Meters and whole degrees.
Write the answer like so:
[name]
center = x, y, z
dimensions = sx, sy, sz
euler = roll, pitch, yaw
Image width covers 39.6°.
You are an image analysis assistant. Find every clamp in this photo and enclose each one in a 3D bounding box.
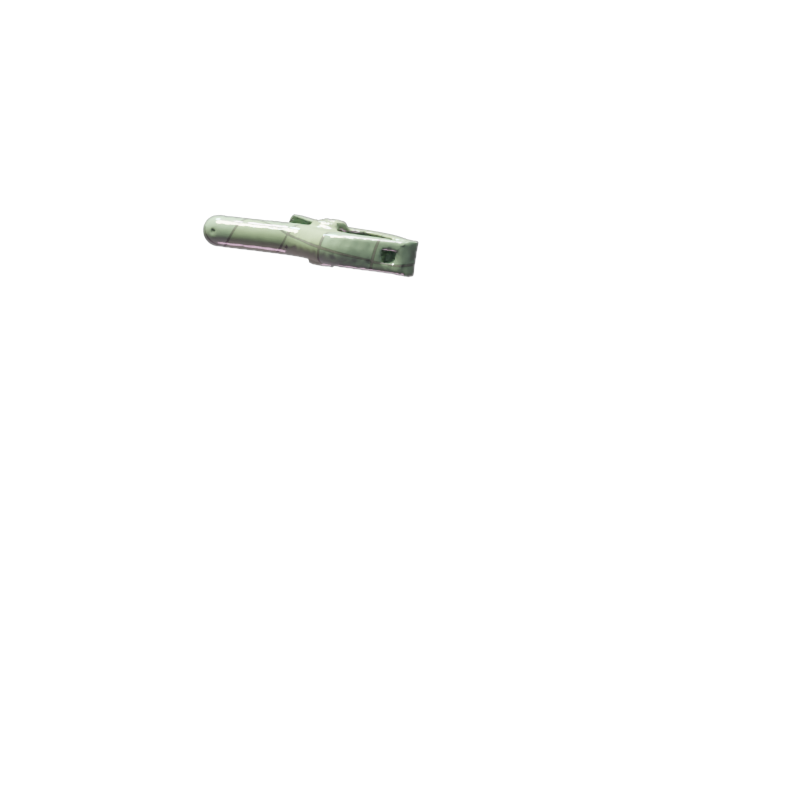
[clamp]
center = -0.068, -0.124, 0.870
dimensions = 0.117, 0.038, 0.181
euler = -15, 22, -43
